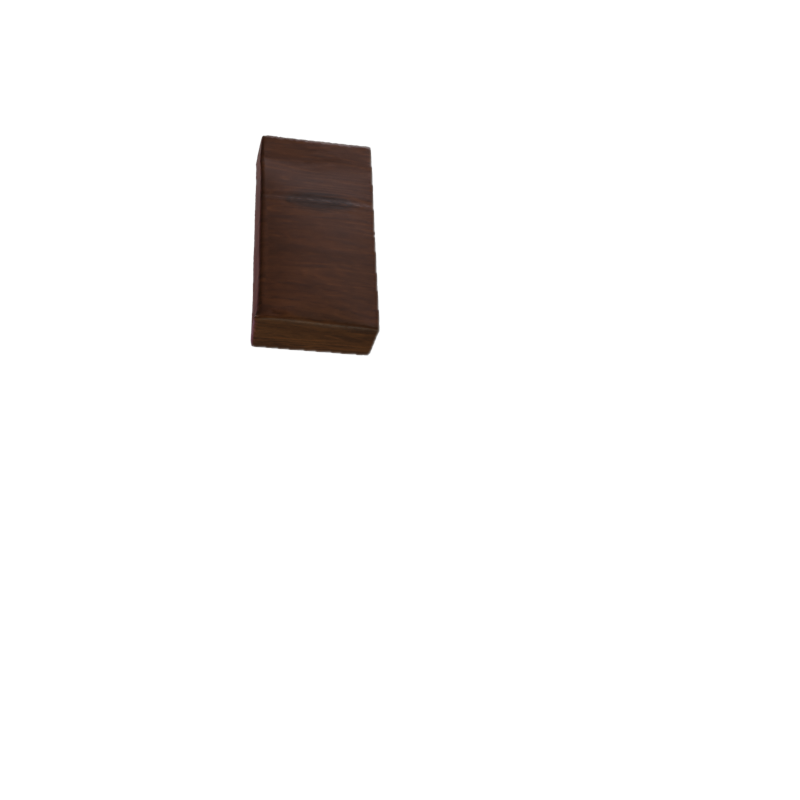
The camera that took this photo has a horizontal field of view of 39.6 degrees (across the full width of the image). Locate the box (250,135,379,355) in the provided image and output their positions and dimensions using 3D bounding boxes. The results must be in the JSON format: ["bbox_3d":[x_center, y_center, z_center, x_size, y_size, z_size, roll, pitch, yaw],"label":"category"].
[{"bbox_3d":[-0.067,-0.123,0.863,0.092,0.189,0.045,4,-36,-10],"label":"box"}]
